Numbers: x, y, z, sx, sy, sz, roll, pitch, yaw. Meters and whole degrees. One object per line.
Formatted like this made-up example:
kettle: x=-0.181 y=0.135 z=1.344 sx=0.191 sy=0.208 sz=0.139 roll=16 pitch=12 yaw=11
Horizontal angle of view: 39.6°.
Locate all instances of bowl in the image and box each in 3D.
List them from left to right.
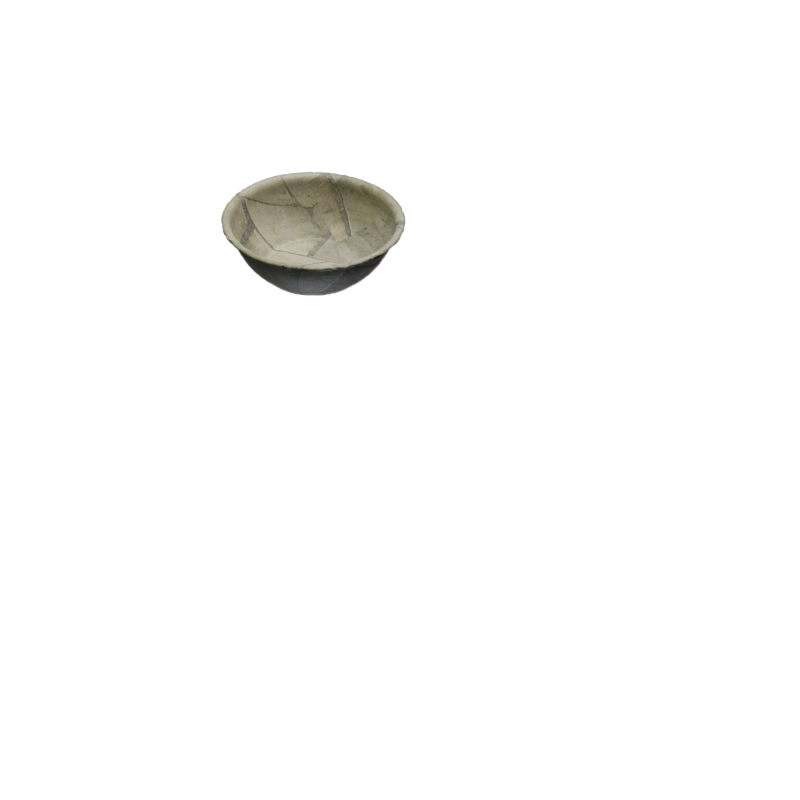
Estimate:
bowl: x=-0.077 y=-0.141 z=0.987 sx=0.162 sy=0.051 sz=0.174 roll=-1 pitch=39 yaw=-2
